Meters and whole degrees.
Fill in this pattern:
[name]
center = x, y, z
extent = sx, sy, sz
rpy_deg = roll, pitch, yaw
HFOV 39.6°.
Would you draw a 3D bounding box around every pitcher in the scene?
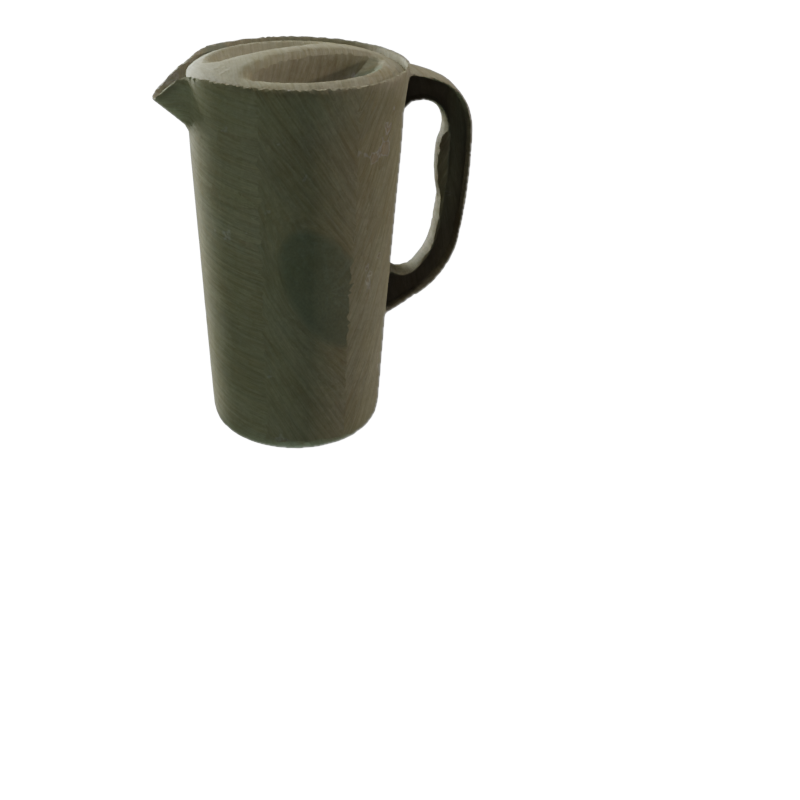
[pitcher]
center = -0.054, -0.098, 0.689
extent = 0.157, 0.230, 0.145
rpy_deg = 19, 31, 31
